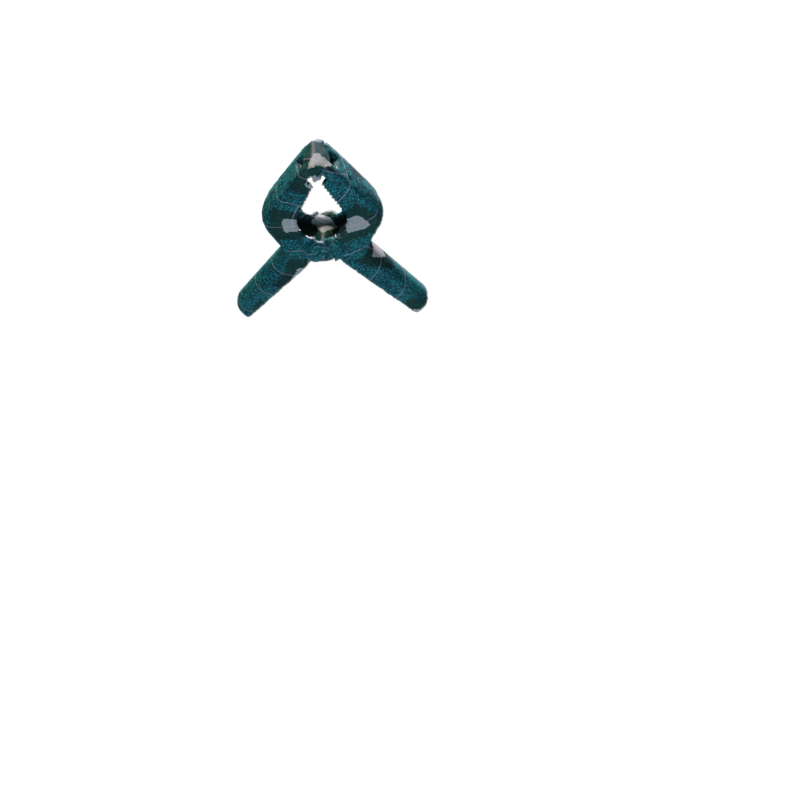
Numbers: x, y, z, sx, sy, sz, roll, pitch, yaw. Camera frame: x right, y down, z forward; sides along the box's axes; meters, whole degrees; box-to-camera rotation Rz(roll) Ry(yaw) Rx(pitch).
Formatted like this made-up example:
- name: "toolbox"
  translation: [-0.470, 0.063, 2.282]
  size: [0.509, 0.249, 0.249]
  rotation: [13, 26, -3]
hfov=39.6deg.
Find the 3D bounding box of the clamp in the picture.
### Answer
- name: "clamp"
  translation: [-0.070, -0.128, 0.897]
  size: [0.166, 0.039, 0.194]
  rotation: [-5, -33, 8]
